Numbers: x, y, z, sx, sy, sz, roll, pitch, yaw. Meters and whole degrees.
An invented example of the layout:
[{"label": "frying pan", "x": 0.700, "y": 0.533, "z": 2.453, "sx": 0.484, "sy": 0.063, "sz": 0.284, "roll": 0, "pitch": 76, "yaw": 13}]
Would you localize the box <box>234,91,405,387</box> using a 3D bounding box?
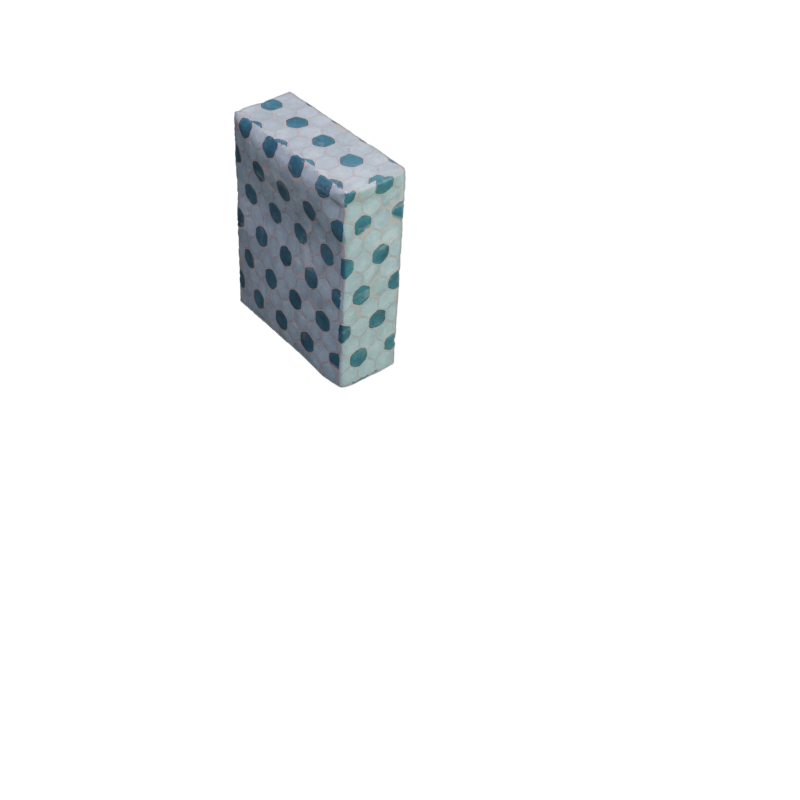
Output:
[{"label": "box", "x": -0.077, "y": -0.141, "z": 0.985, "sx": 0.071, "sy": 0.200, "sz": 0.177, "roll": -24, "pitch": 47, "yaw": -30}]
